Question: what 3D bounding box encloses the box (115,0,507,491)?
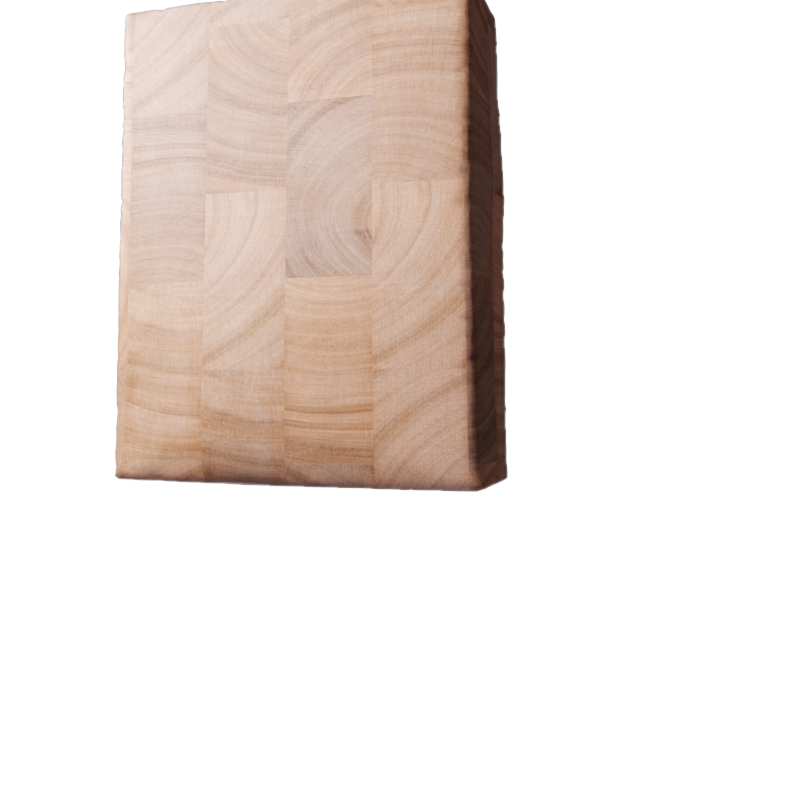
[{"bbox_3d":[-0.039,-0.071,0.499,0.168,0.218,0.069,-2,-7,19],"label":"box"}]
